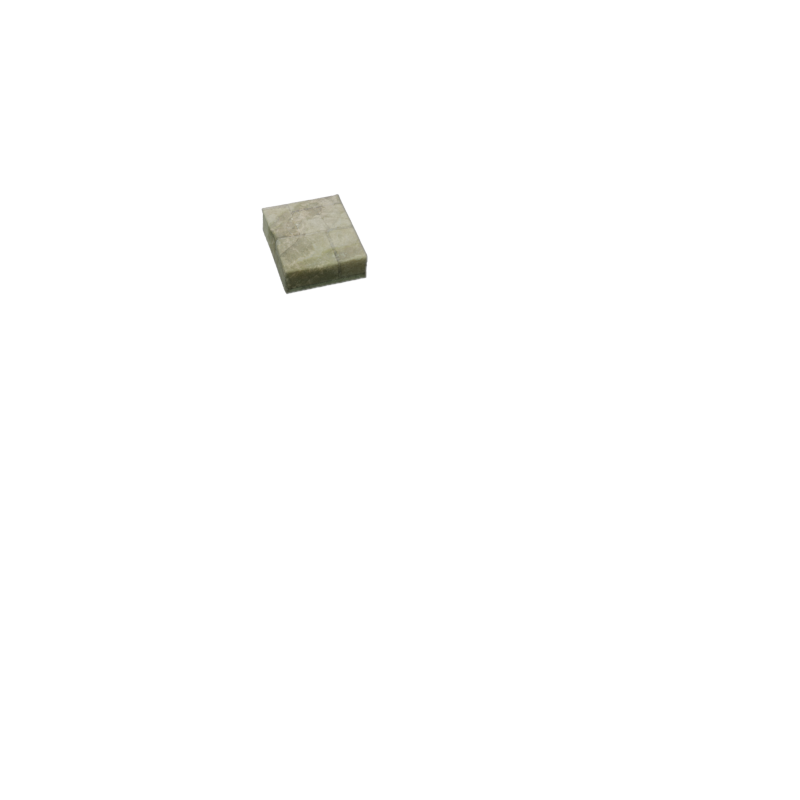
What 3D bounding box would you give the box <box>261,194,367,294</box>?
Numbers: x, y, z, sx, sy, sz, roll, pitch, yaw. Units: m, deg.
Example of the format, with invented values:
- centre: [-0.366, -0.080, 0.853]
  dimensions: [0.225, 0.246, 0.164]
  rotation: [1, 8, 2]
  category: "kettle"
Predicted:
- centre: [-0.076, -0.139, 0.970]
  dimensions: [0.072, 0.097, 0.028]
  rotation: [-12, -42, -12]
  category: "box"
